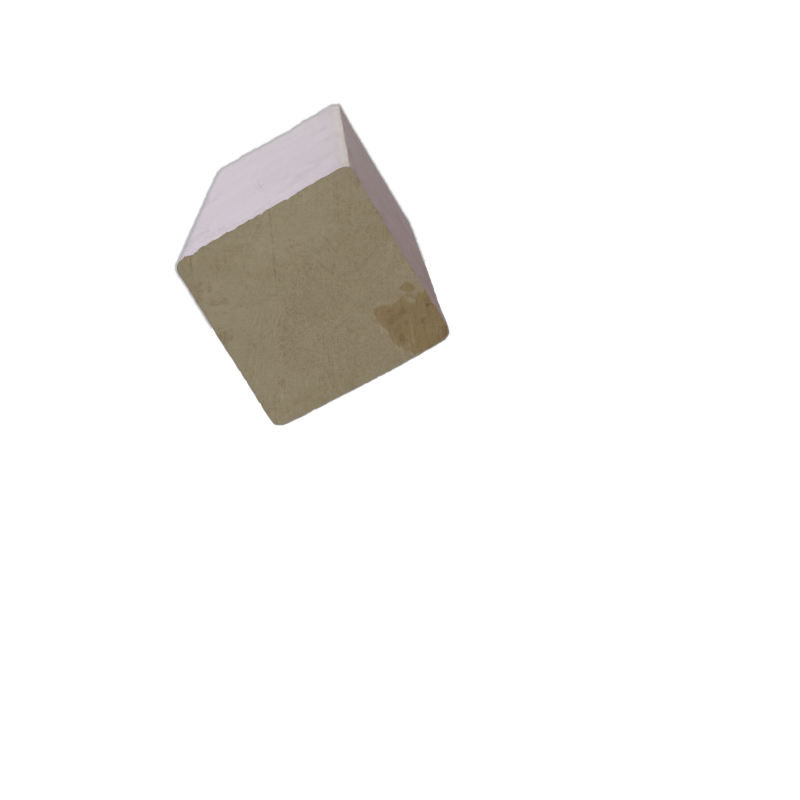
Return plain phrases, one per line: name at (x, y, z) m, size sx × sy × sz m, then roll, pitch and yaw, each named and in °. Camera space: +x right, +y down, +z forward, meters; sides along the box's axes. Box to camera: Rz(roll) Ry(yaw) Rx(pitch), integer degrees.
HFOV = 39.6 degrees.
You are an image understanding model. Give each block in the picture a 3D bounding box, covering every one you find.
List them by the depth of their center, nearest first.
block at (-0.045, -0.081, 0.574) m, size 0.090 × 0.087 × 0.215 m, roll -29°, pitch 20°, yaw 7°
